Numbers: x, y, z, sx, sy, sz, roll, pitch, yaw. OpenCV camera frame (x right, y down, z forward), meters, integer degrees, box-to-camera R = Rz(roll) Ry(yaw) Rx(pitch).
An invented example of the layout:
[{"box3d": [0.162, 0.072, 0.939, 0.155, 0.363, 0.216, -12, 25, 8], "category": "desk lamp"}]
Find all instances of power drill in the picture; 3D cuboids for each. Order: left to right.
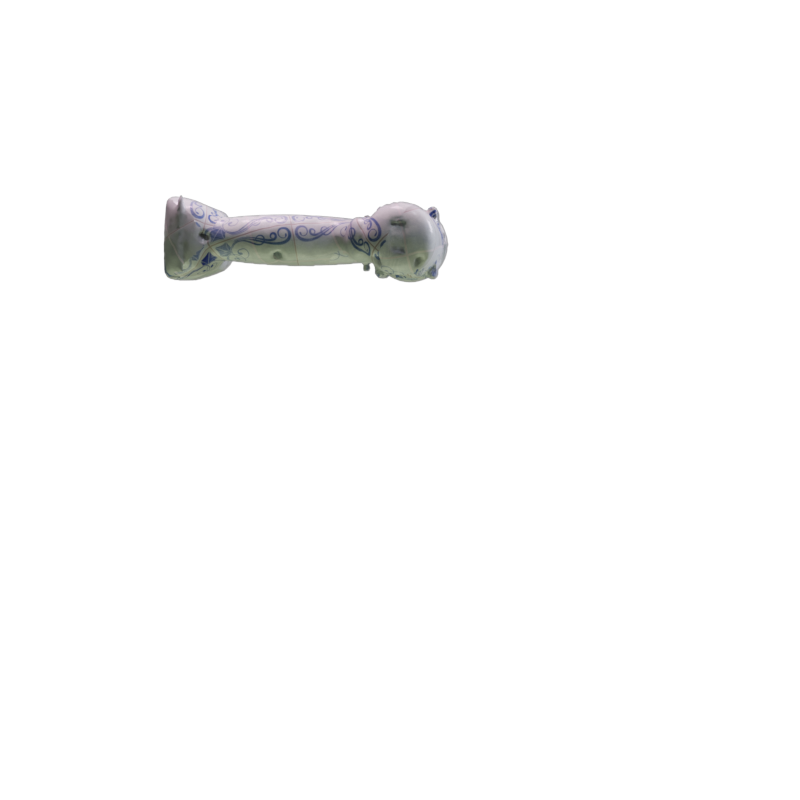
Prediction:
[{"box3d": [-0.061, -0.111, 0.779, 0.189, 0.058, 0.182, 0, 3, 7], "category": "power drill"}]
